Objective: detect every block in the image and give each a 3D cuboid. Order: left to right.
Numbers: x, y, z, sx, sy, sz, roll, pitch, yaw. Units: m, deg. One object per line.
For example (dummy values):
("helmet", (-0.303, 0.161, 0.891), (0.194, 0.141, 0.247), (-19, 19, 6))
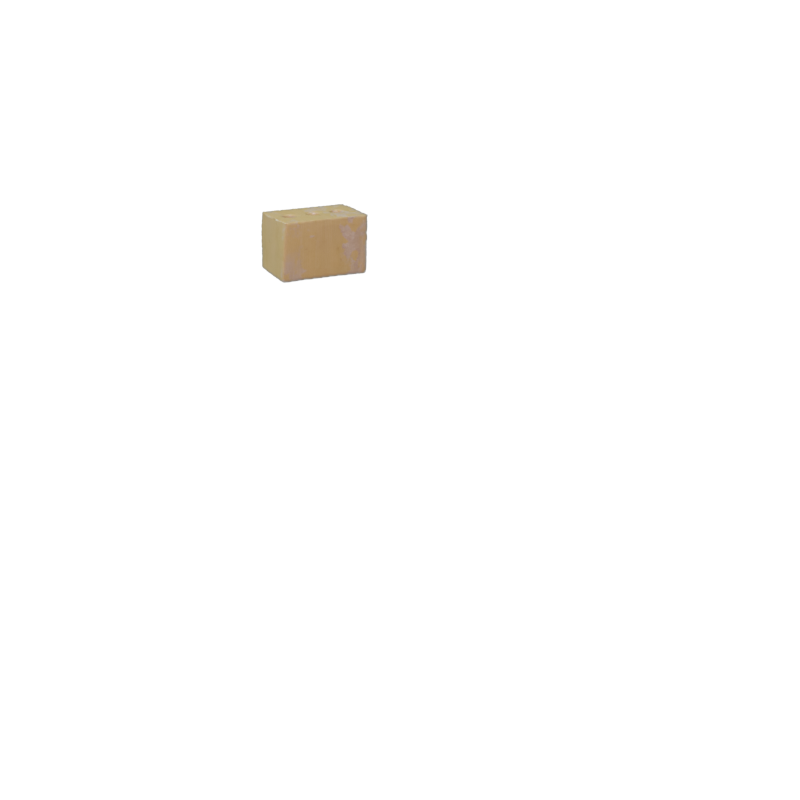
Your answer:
("block", (-0.074, -0.134, 0.942), (0.076, 0.049, 0.056), (-9, 21, -25))
